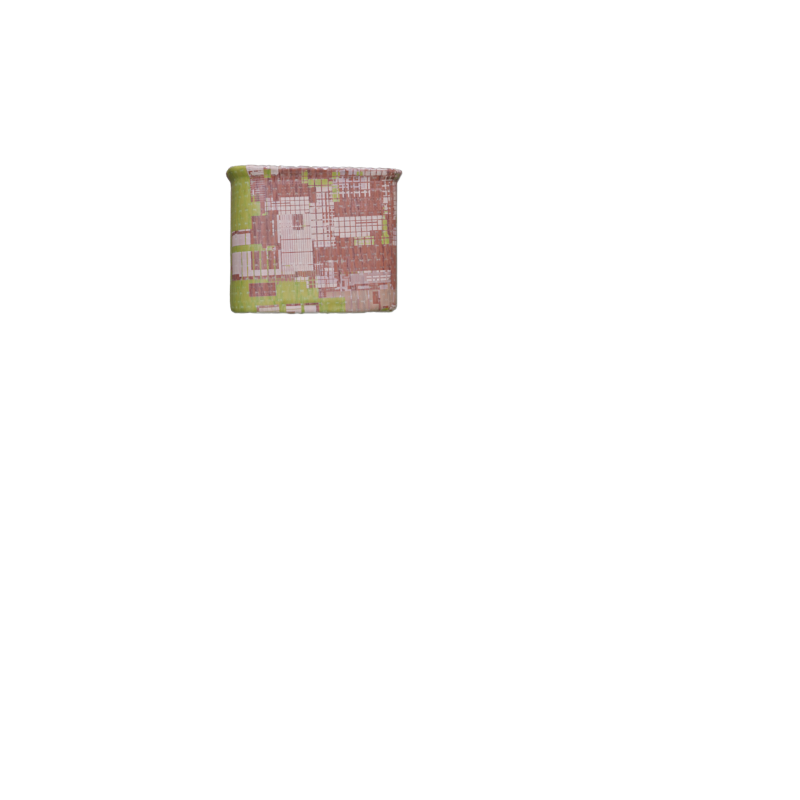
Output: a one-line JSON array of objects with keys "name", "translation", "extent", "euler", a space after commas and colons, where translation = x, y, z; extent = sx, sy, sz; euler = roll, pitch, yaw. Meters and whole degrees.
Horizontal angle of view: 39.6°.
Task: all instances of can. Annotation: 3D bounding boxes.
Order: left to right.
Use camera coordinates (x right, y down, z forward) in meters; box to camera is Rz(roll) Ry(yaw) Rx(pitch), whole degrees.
[{"name": "can", "translation": [-0.051, -0.093, 0.650], "extent": [0.100, 0.084, 0.058], "euler": [0, 0, -10]}]
